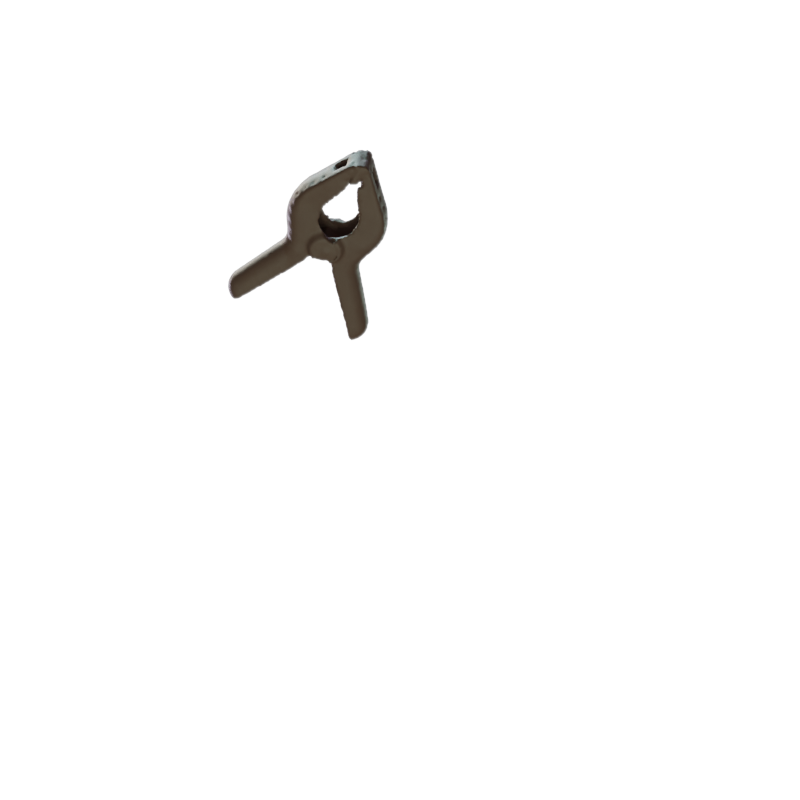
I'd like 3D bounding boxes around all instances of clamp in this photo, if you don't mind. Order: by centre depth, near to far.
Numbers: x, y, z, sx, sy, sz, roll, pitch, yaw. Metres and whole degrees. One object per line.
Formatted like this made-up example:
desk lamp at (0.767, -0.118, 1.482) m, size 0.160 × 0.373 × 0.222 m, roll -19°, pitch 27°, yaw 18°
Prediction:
clamp at (-0.069, -0.126, 0.884) m, size 0.119 × 0.162 × 0.042 m, roll 10°, pitch 35°, yaw -8°
